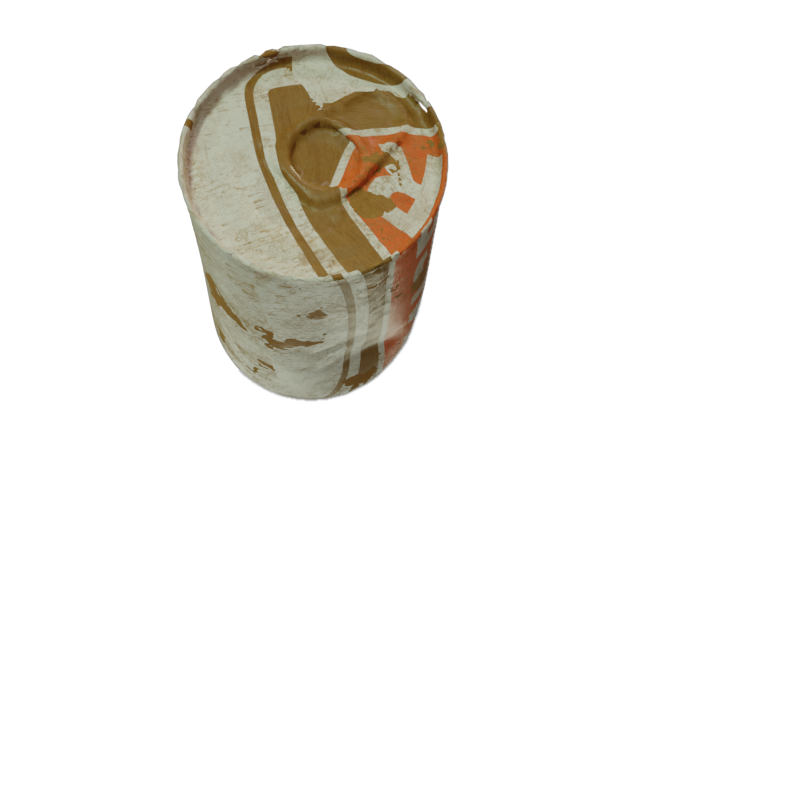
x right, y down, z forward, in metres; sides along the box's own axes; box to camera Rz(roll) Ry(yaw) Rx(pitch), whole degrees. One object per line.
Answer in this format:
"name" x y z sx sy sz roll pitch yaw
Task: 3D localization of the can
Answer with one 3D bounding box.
"can" -0.025 -0.046 0.322 0.068 0.072 0.097 0 -20 -3
